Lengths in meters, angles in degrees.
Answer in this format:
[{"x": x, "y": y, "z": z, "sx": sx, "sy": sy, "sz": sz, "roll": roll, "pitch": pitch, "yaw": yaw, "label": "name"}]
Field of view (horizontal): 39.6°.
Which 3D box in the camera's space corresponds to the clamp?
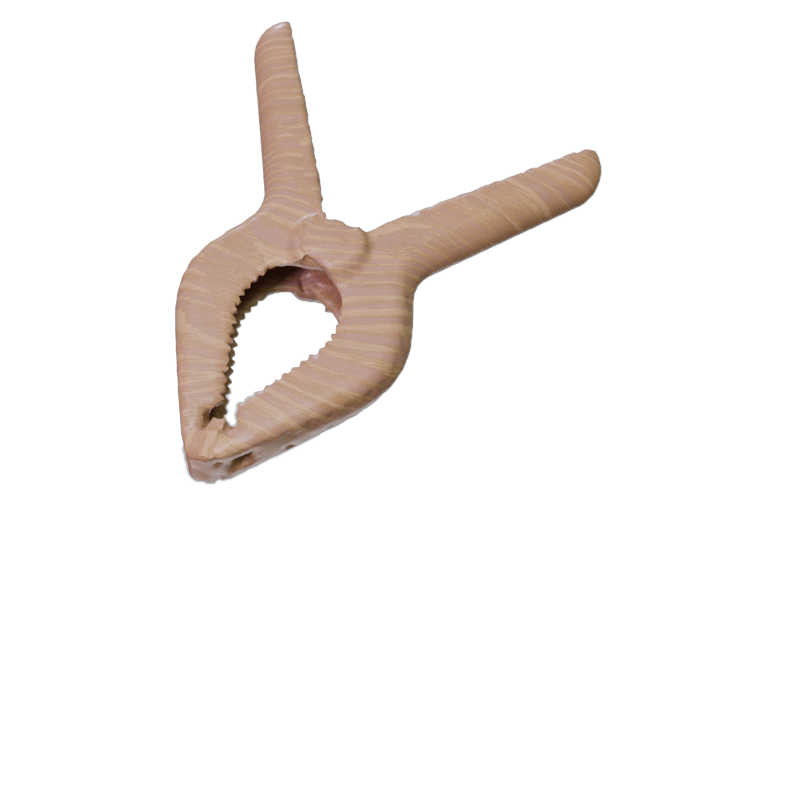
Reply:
[{"x": -0.036, "y": -0.065, "z": 0.455, "sx": 0.171, "sy": 0.215, "sz": 0.034, "roll": 30, "pitch": -26, "yaw": 16, "label": "clamp"}]
